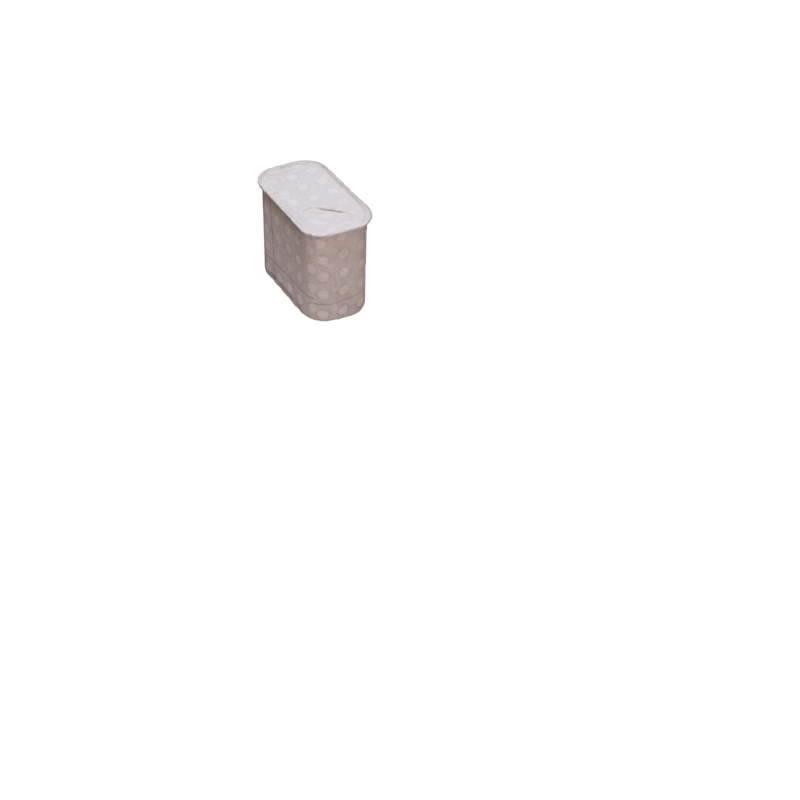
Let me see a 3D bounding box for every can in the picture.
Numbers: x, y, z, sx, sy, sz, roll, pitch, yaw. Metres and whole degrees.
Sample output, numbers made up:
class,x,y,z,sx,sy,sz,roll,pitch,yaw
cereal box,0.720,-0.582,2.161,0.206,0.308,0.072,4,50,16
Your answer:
class,x,y,z,sx,sy,sz,roll,pitch,yaw
can,-0.066,-0.120,0.841,0.057,0.078,0.110,-18,42,-24
